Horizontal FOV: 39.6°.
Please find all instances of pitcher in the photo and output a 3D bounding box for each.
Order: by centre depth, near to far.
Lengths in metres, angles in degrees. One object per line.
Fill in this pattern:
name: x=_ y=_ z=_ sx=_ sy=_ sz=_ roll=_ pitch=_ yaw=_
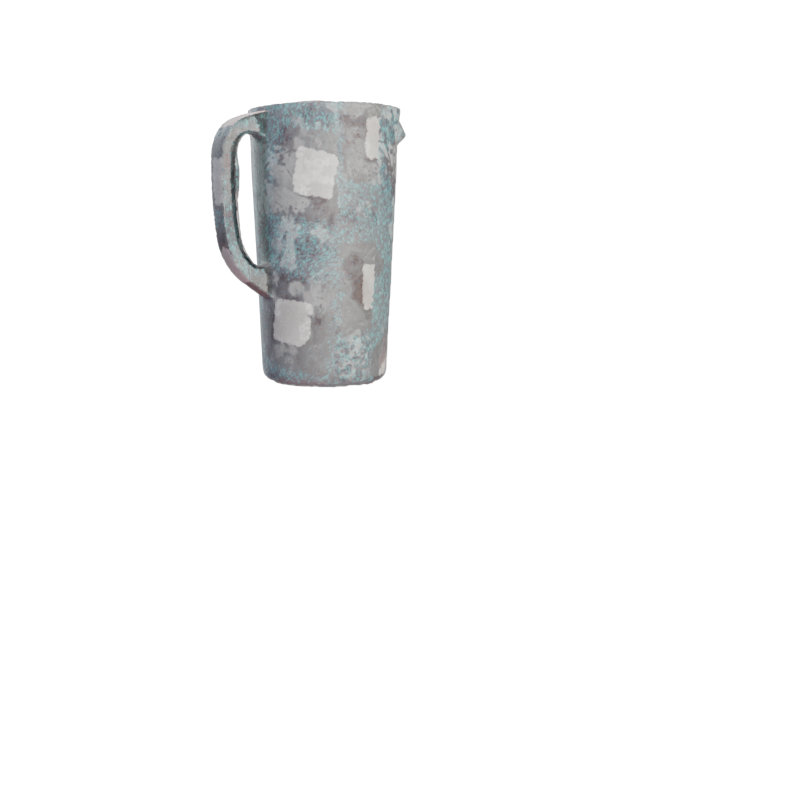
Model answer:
pitcher: x=-0.075 y=-0.137 z=0.961 sx=0.151 sy=0.243 sz=0.143 roll=0 pitch=2 yaw=9
